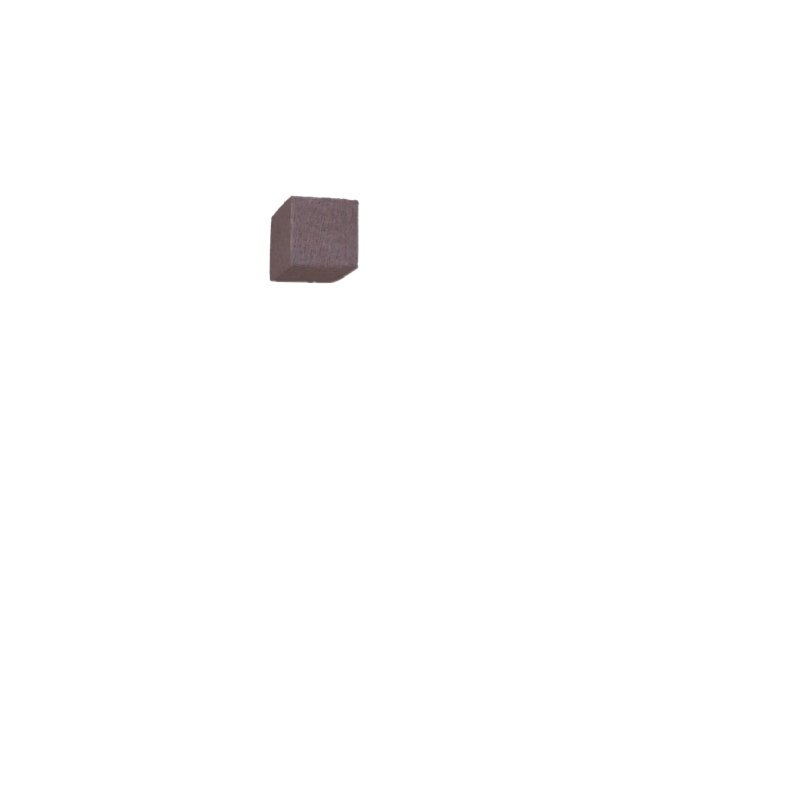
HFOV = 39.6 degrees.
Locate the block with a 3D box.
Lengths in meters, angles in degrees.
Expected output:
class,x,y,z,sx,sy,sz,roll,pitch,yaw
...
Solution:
class,x,y,z,sx,sy,sz,roll,pitch,yaw
block,-0.065,-0.118,0.827,0.052,0.052,0.078,2,-6,-17
